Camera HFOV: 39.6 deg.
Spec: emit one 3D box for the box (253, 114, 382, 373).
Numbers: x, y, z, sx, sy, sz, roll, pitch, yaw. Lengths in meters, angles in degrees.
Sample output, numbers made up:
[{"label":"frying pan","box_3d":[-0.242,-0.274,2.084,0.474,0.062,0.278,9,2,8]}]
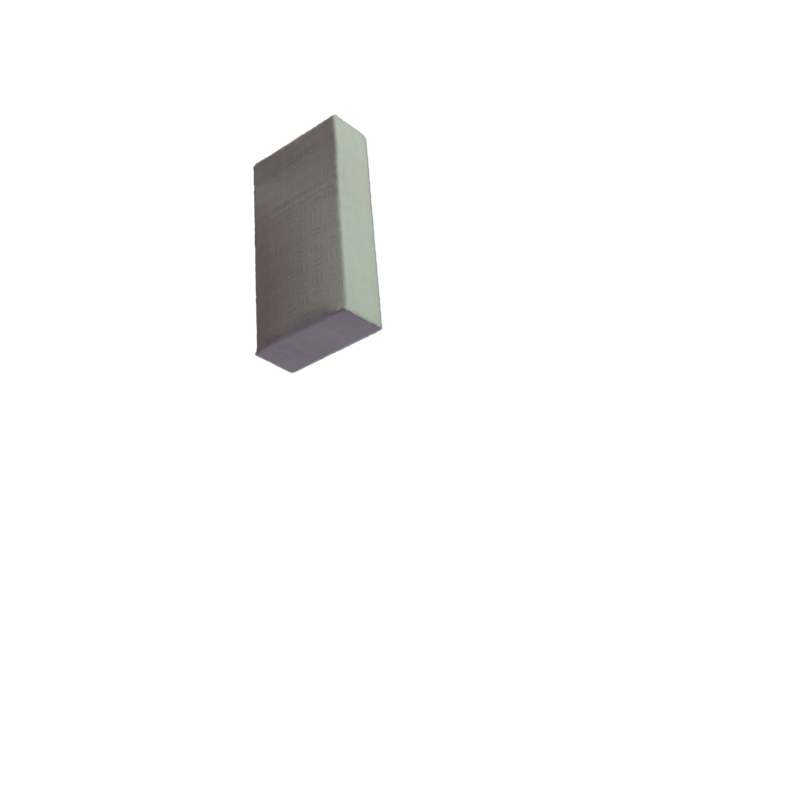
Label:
[{"label":"box","box_3d":[-0.065,-0.119,0.831,0.093,0.188,0.045,-26,-39,32]}]
